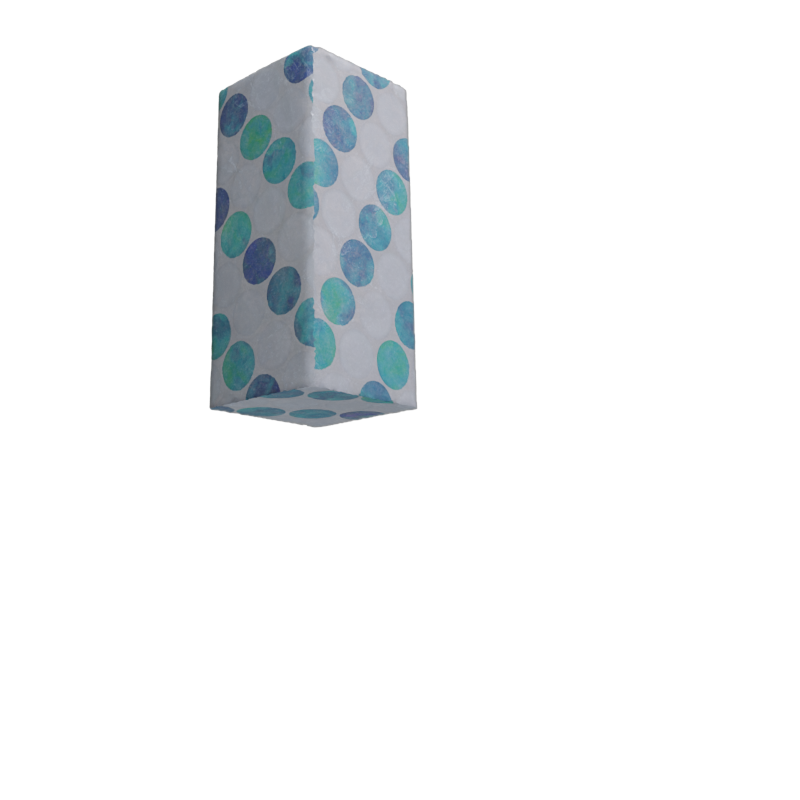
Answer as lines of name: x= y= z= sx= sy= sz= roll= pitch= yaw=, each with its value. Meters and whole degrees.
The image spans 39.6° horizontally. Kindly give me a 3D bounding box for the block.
block: x=-0.053 y=-0.097 z=0.678 sx=0.091 sy=0.215 sz=0.085 roll=-17 pitch=-24 yaw=41
